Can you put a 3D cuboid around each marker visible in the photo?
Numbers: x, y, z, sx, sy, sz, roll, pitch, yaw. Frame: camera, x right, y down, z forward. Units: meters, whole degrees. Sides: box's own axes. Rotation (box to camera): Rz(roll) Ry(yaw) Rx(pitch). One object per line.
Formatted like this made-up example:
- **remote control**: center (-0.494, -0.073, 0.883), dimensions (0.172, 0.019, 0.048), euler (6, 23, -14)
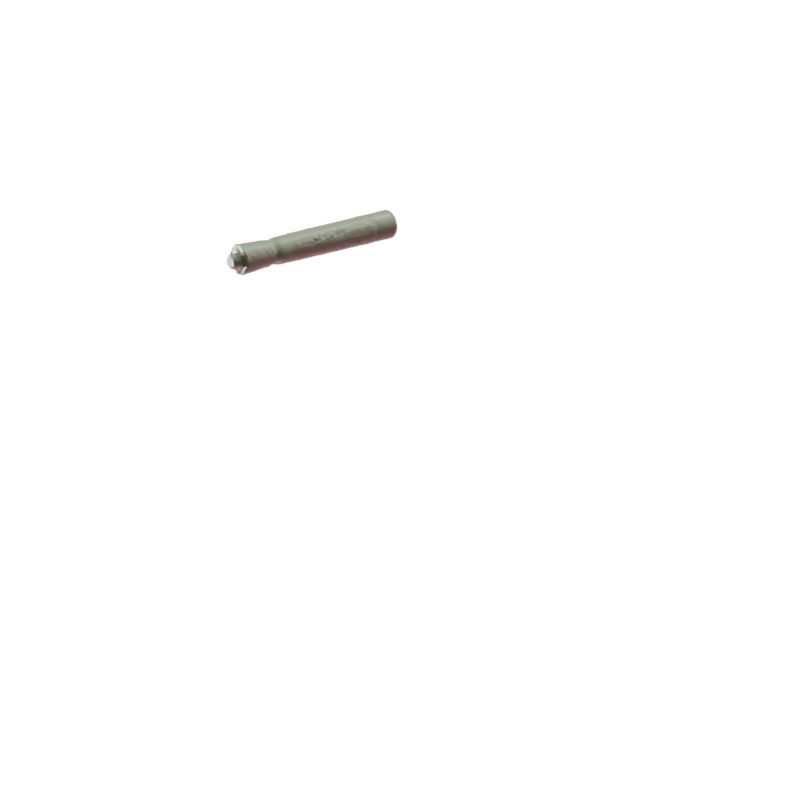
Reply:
- **marker**: center (-0.054, -0.098, 0.685), dimensions (0.119, 0.019, 0.021), euler (-19, 15, -34)
